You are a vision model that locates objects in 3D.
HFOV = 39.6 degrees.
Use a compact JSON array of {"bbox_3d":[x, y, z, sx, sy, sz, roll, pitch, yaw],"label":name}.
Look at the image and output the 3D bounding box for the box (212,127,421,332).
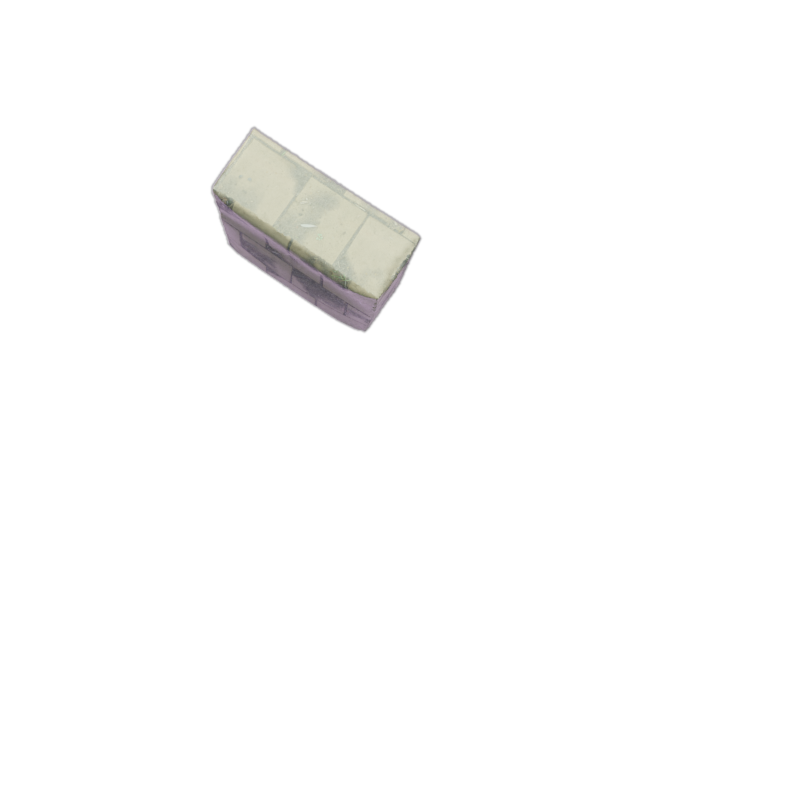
[{"bbox_3d":[-0.077,-0.140,0.978,0.166,0.072,0.210,34,-6,1],"label":"box"}]
